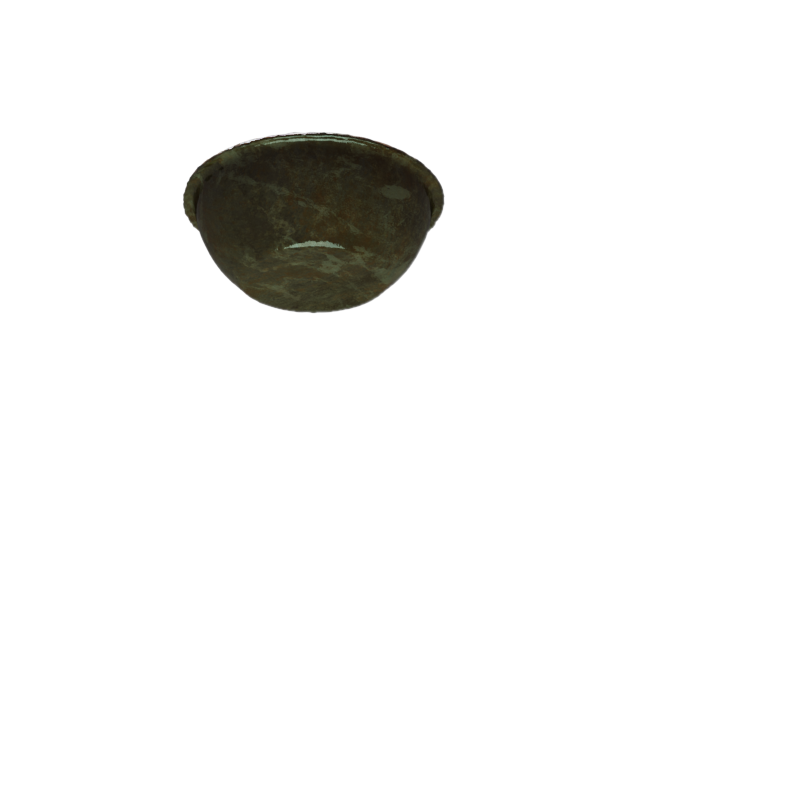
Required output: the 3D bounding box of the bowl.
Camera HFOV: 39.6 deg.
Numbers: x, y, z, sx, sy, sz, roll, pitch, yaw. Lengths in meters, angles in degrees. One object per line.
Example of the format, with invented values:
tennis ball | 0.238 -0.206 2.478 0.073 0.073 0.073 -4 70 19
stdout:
bowl | -0.053 -0.096 0.675 0.162 0.058 0.154 1 -23 -2
